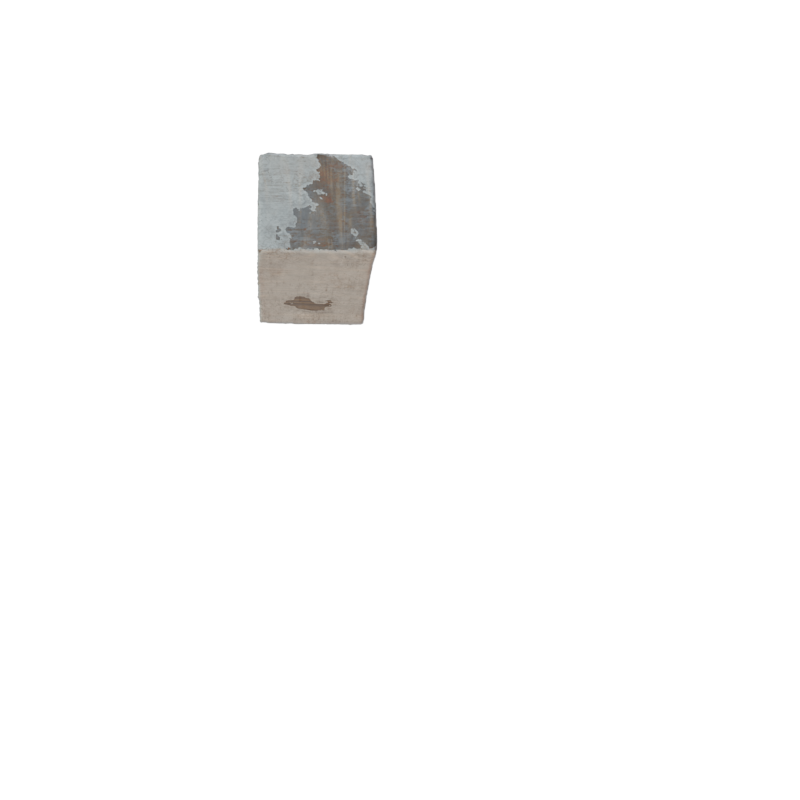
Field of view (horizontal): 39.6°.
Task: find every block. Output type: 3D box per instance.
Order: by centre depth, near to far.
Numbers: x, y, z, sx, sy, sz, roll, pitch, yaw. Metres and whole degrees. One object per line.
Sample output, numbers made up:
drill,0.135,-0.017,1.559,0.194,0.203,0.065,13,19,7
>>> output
block,-0.040,-0.074,0.517,0.052,0.054,0.074,1,-24,-5
